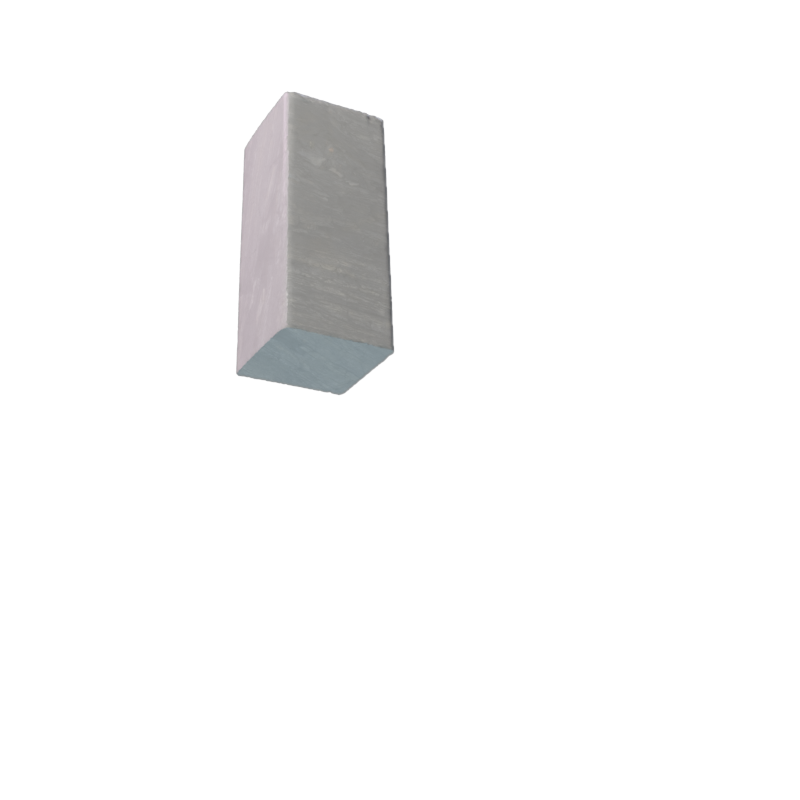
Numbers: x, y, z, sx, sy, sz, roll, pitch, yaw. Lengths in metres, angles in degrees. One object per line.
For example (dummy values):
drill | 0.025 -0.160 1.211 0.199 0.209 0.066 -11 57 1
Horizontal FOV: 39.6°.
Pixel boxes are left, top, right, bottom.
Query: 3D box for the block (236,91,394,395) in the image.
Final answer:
block | -0.067 -0.123 0.856 0.087 0.219 0.088 13 -32 -25
